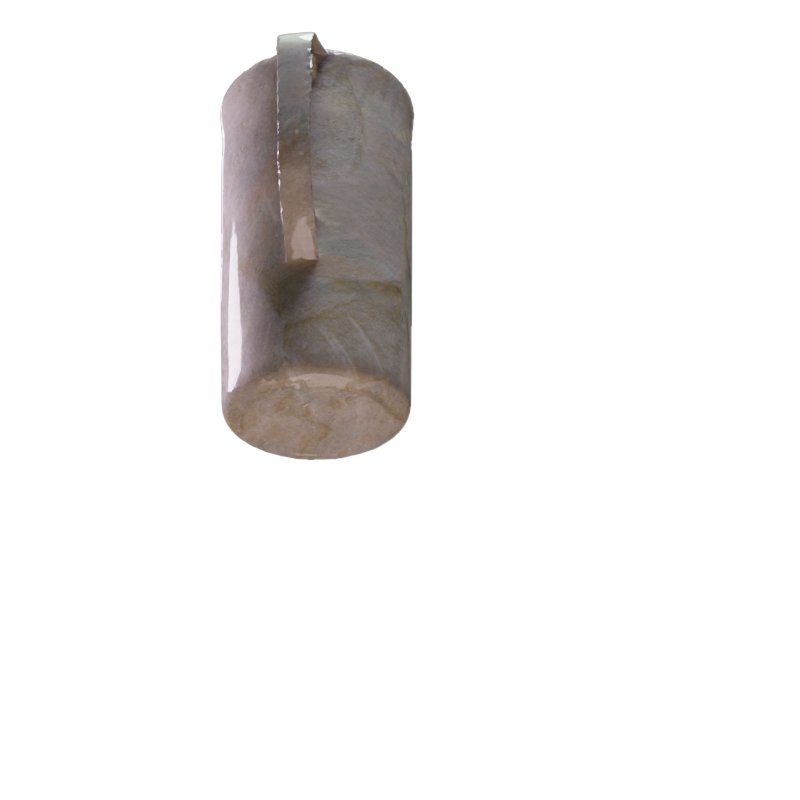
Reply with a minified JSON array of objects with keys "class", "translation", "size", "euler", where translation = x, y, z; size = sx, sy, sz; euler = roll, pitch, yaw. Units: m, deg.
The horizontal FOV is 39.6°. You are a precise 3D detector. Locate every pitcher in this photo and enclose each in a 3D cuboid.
[{"class":"pitcher","translation":[-0.054,-0.098,0.688],"size":[0.141,0.260,0.144],"euler":[24,-42,-34]}]
